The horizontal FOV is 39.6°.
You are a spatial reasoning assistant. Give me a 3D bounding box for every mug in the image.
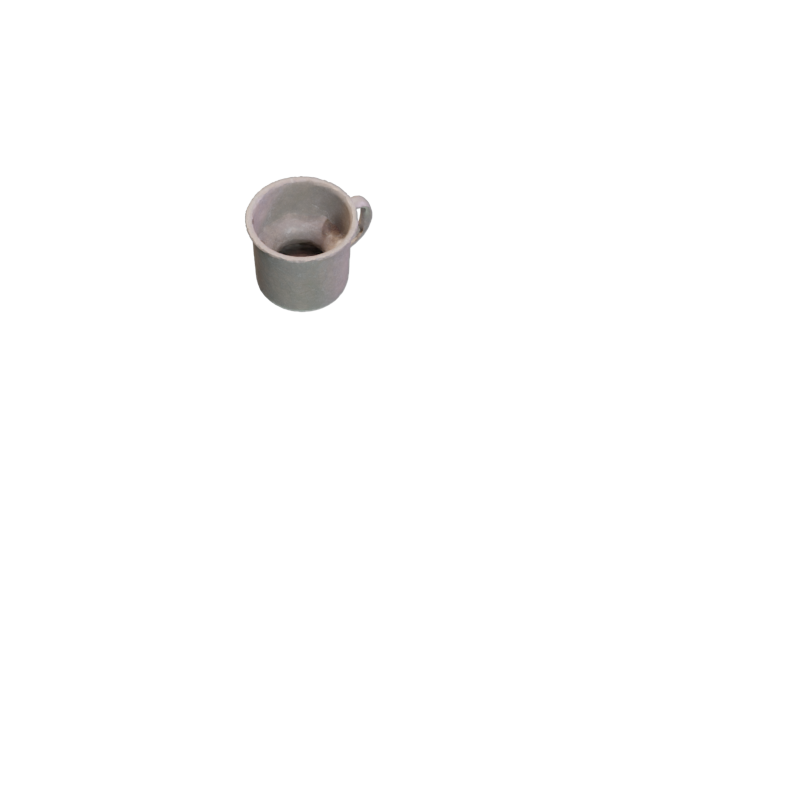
[{"bbox_3d":[-0.074,-0.135,0.944,0.117,0.100,0.076,-32,-29,-22],"label":"mug"}]
